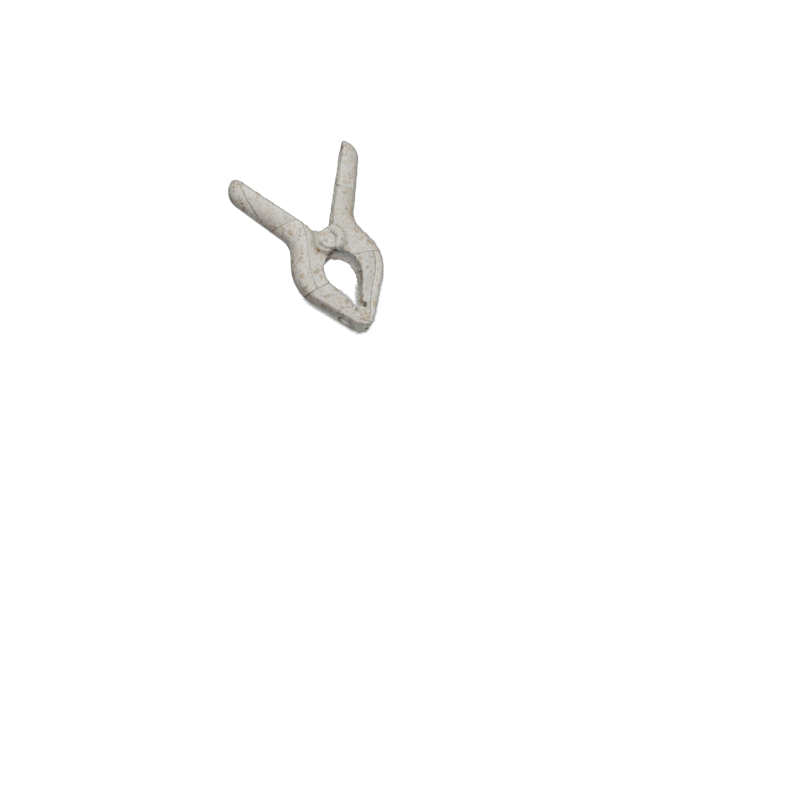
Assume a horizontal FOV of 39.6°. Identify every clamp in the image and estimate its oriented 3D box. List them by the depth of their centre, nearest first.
[{"bbox_3d":[-0.074,-0.136,0.951,0.119,0.181,0.037,-15,-20,-6],"label":"clamp"}]
